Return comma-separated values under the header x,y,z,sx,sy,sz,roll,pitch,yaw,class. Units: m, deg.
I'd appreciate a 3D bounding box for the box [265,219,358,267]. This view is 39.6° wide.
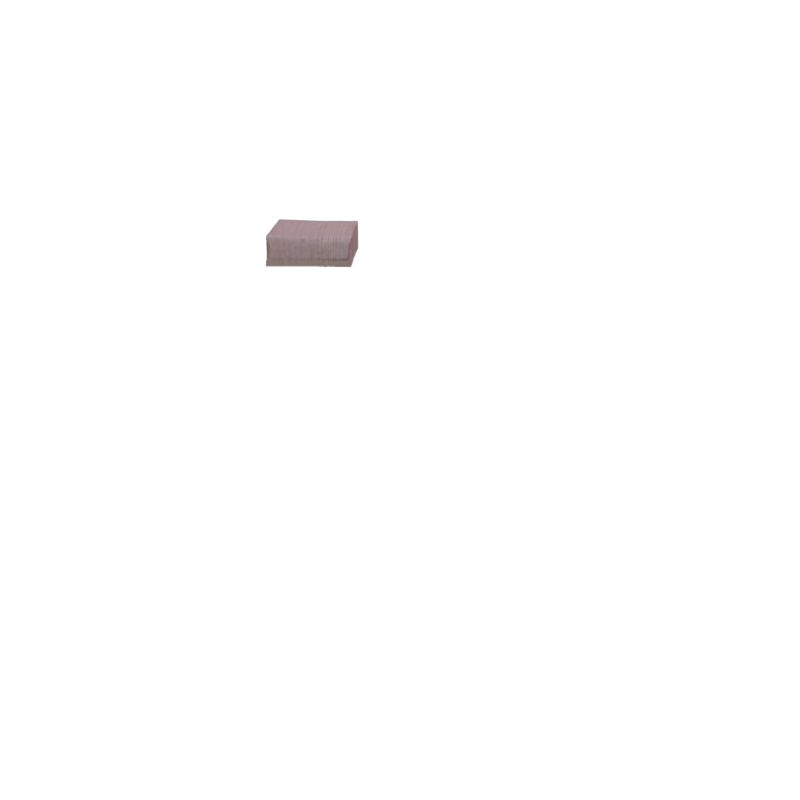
x,y,z,sx,sy,sz,roll,pitch,yaw,class
-0.075,-0.138,0.964,0.074,0.029,0.092,1,17,3,box
